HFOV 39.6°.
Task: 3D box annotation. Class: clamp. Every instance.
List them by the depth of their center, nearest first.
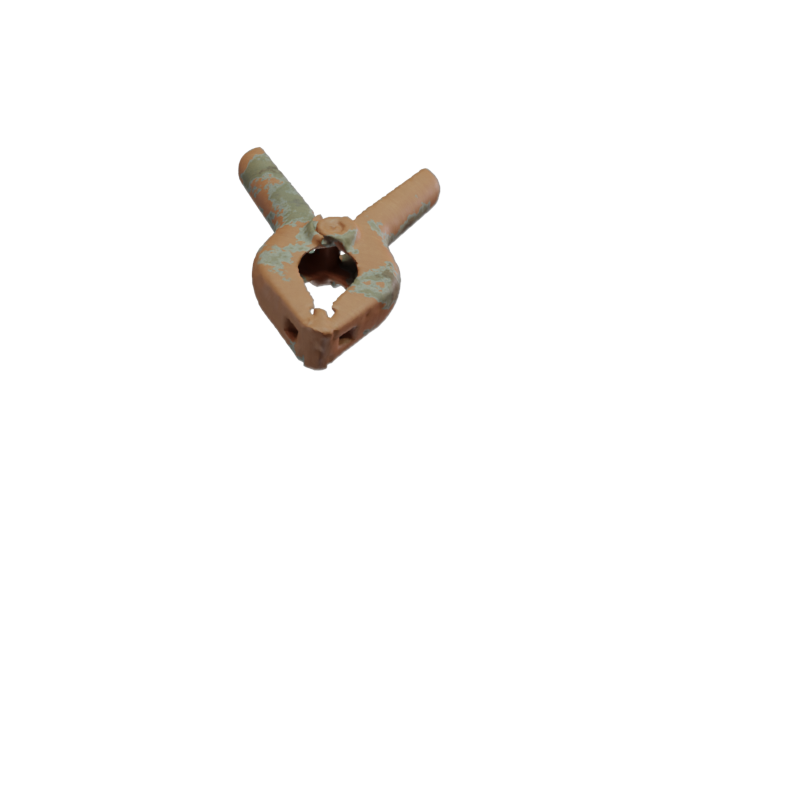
[{"bbox_3d":[-0.048,-0.088,0.613,0.122,0.037,0.181,7,39,8],"label":"clamp"}]
